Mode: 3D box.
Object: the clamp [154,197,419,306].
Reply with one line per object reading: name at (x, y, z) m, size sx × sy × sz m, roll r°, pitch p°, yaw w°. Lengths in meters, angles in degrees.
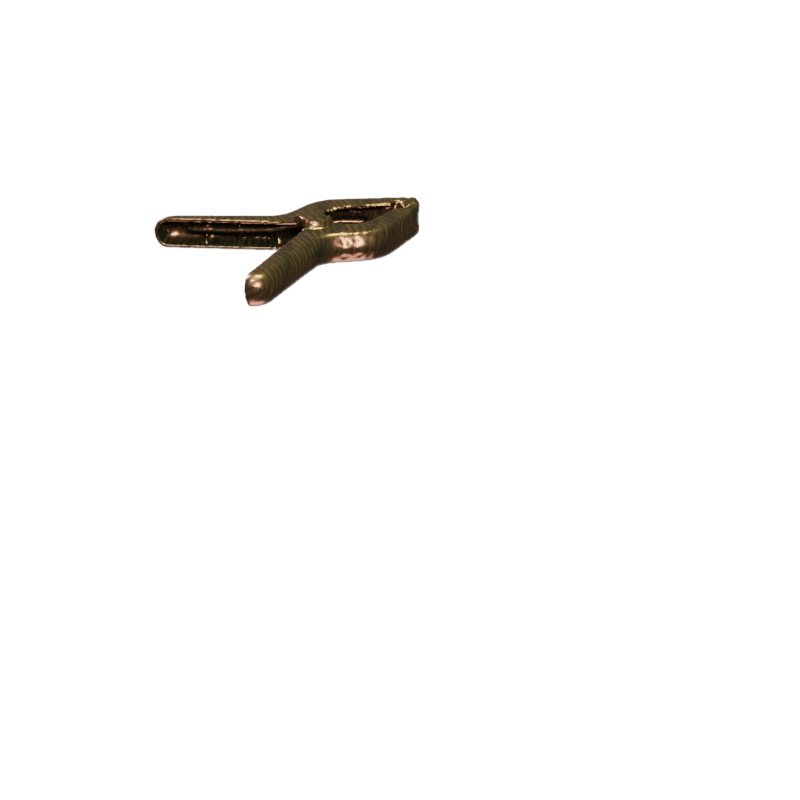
clamp at (-0.067, -0.123, 0.861) m, size 0.206 × 0.034 × 0.176 m, roll -13°, pitch 30°, yaw -23°
